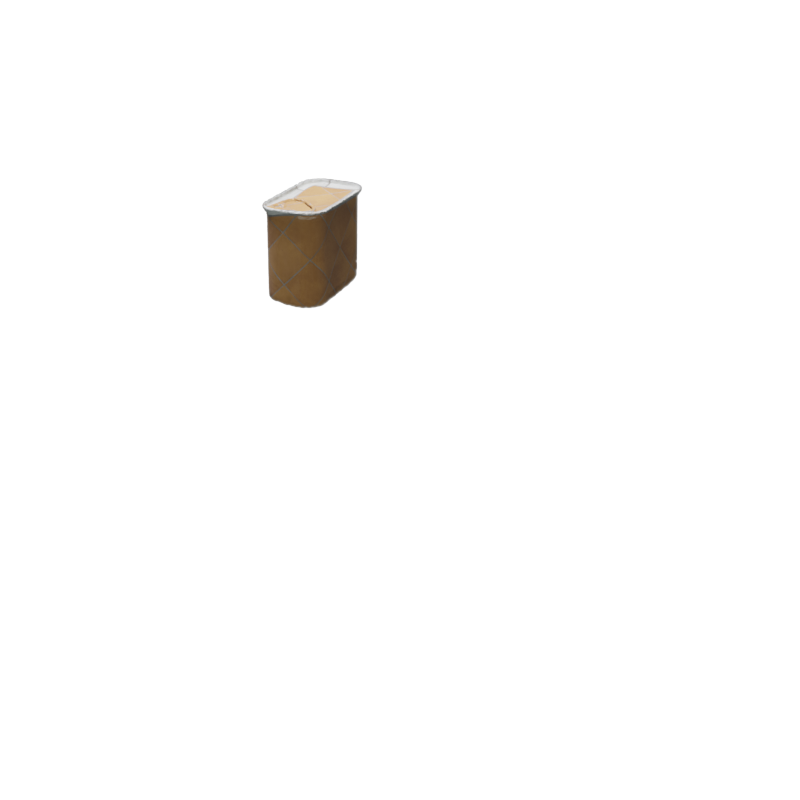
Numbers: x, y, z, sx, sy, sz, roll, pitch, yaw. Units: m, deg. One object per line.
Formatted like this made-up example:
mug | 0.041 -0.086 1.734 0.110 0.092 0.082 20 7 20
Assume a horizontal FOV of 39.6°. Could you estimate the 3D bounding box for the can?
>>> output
can | -0.074 -0.134 0.942 0.059 0.080 0.103 10 25 20
